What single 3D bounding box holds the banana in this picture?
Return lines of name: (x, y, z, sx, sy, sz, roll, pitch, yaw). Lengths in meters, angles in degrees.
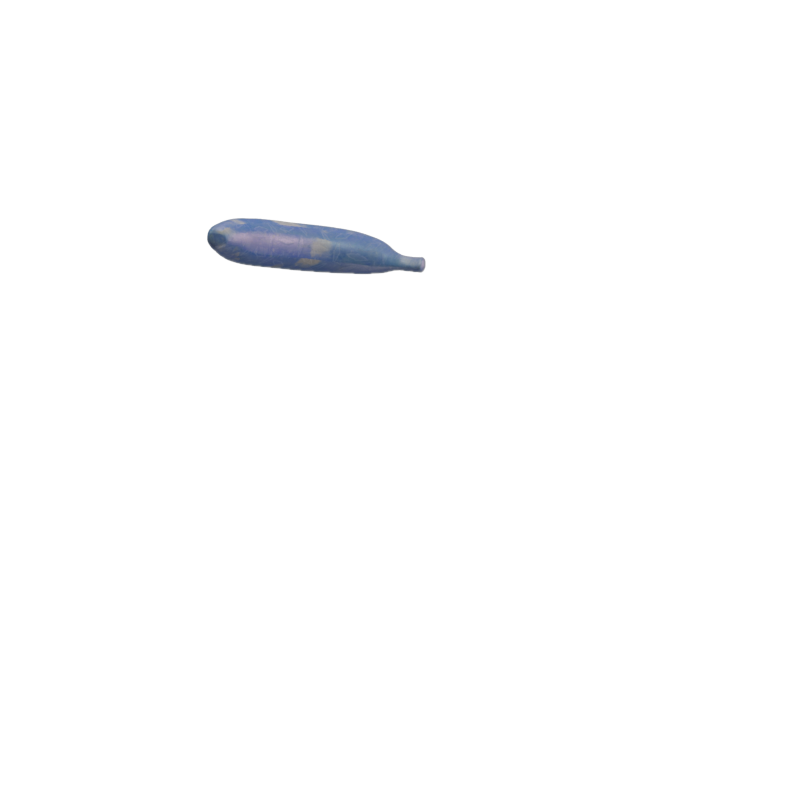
banana: (-0.075, -0.120, 0.855, 0.190, 0.037, 0.072, 0, -1, -37)
